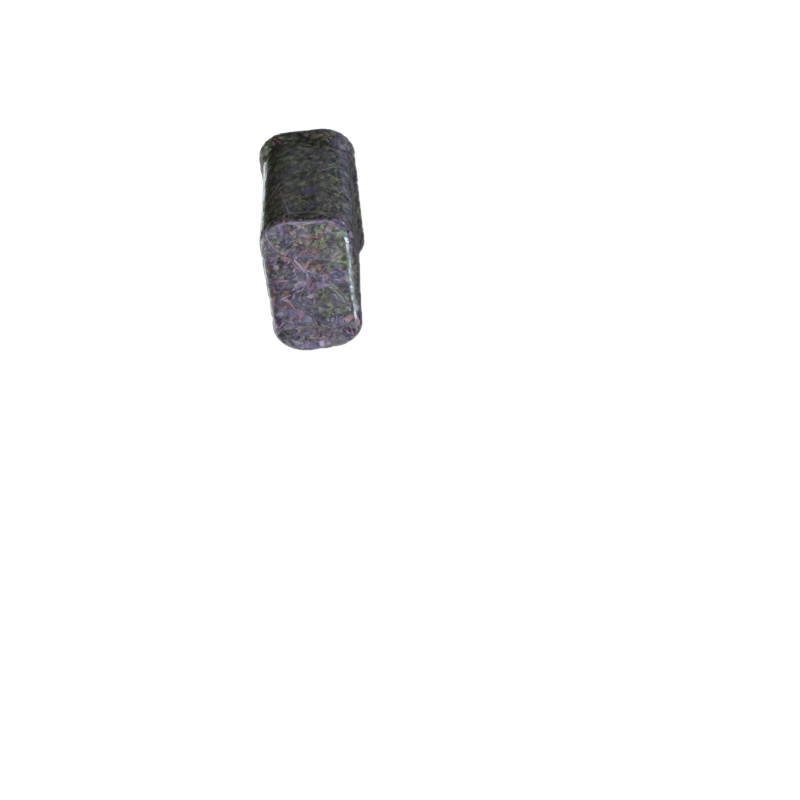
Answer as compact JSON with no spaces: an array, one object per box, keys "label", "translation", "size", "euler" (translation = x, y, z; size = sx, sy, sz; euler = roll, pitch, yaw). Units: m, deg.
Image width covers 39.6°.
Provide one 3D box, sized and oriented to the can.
[{"label":"can","translation":[-0.051,-0.092,0.647],"size":[0.058,0.094,0.090],"euler":[-5,43,1]}]
